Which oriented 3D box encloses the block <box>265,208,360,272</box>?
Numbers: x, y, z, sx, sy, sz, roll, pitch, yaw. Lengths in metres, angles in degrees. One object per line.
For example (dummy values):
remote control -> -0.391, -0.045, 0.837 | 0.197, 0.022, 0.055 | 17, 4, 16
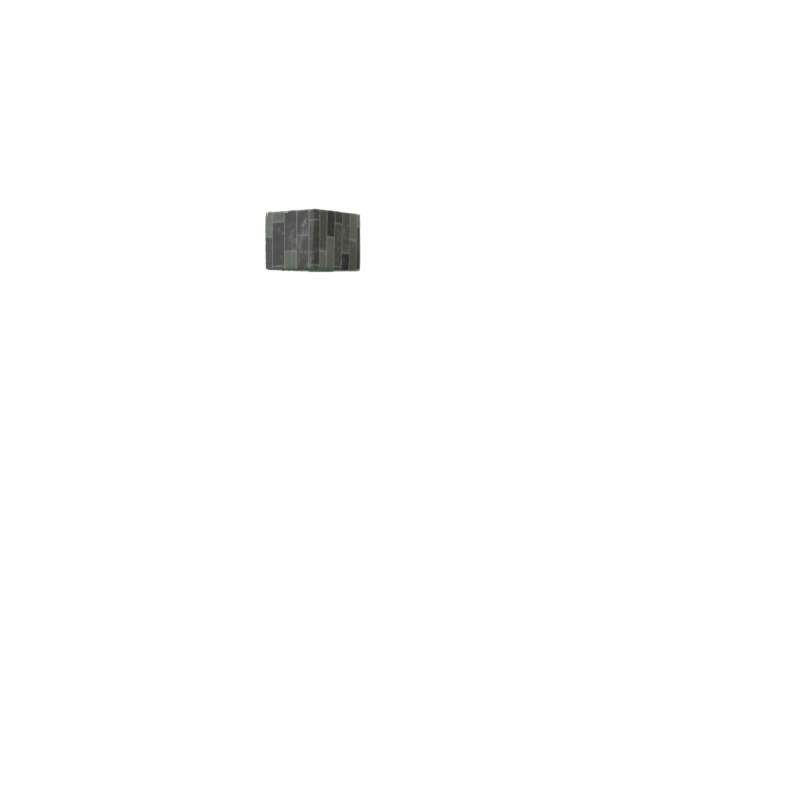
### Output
block -> -0.076, -0.138, 0.966 | 0.054, 0.051, 0.075 | 1, 3, 29
